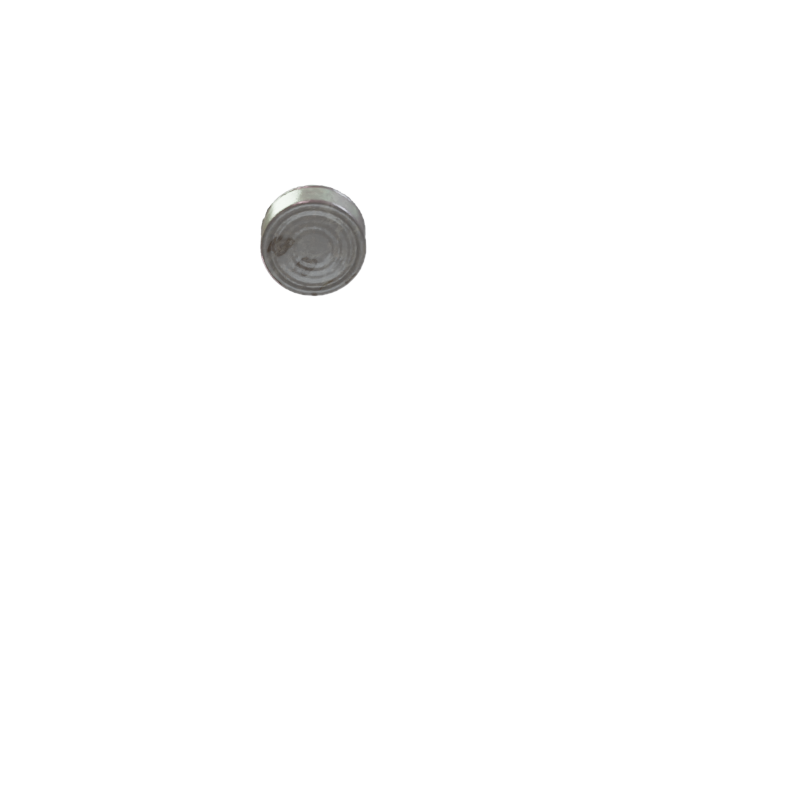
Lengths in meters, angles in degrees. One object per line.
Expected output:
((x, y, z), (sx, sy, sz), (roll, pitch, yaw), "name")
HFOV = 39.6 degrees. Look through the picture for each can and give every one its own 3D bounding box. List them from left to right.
((-0.070, -0.127, 0.891), (0.086, 0.081, 0.036), (1, 28, -1), "can")
